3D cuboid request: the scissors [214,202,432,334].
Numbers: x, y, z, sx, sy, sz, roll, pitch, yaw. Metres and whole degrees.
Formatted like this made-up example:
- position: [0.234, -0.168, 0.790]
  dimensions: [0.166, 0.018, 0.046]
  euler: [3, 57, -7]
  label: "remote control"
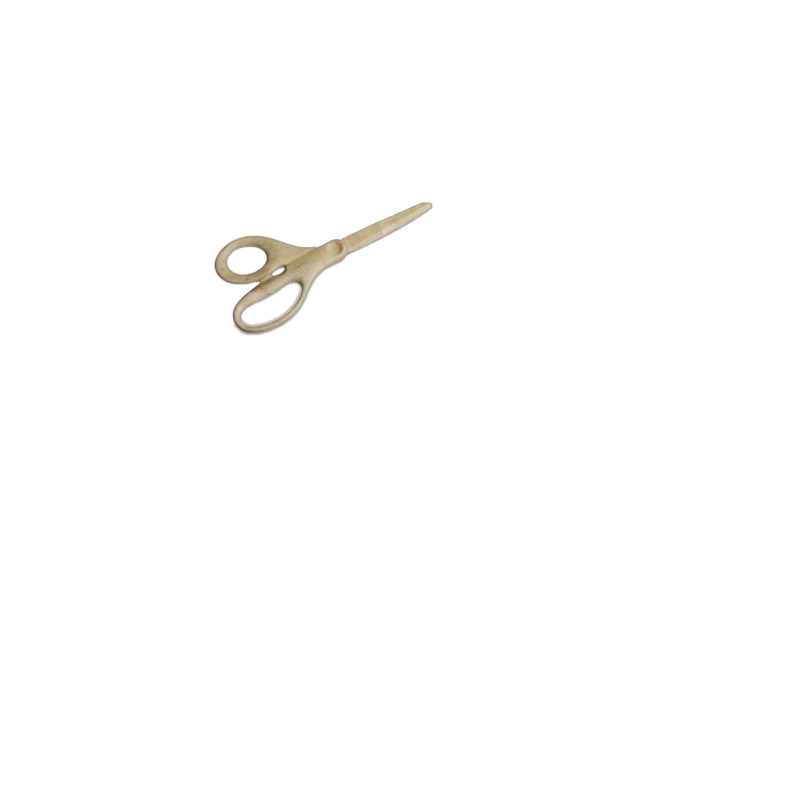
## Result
- position: [-0.075, -0.137, 0.961]
  dimensions: [0.100, 0.204, 0.015]
  euler: [42, -17, 16]
  label: "scissors"
